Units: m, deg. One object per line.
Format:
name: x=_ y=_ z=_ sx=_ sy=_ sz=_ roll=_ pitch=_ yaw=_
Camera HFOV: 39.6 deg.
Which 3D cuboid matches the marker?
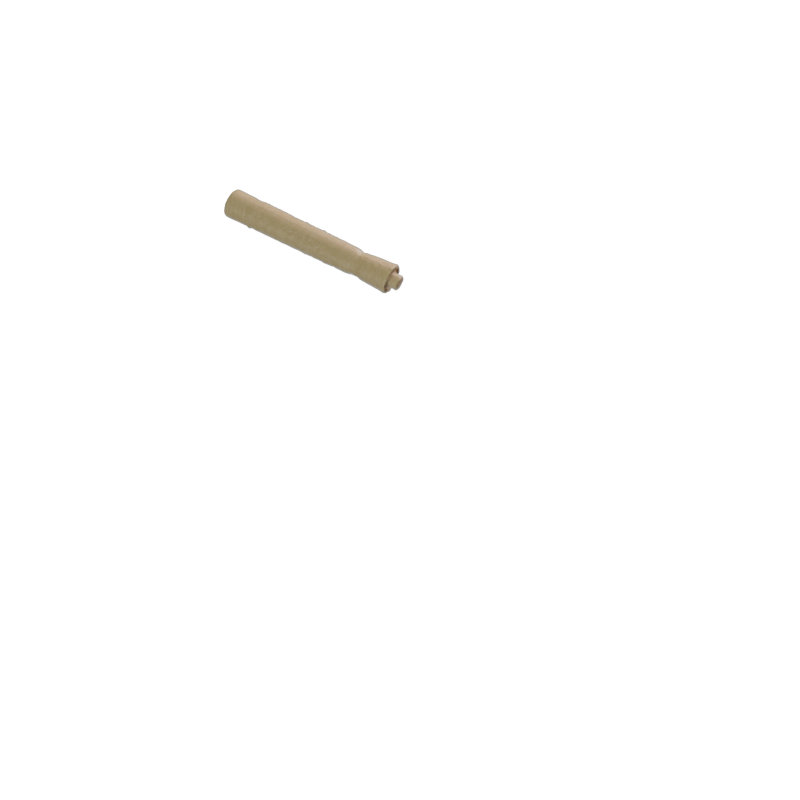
marker: x=-0.053 y=-0.096 z=0.673 sx=0.126 sy=0.019 sz=0.019 roll=28 pitch=13 yaw=20
